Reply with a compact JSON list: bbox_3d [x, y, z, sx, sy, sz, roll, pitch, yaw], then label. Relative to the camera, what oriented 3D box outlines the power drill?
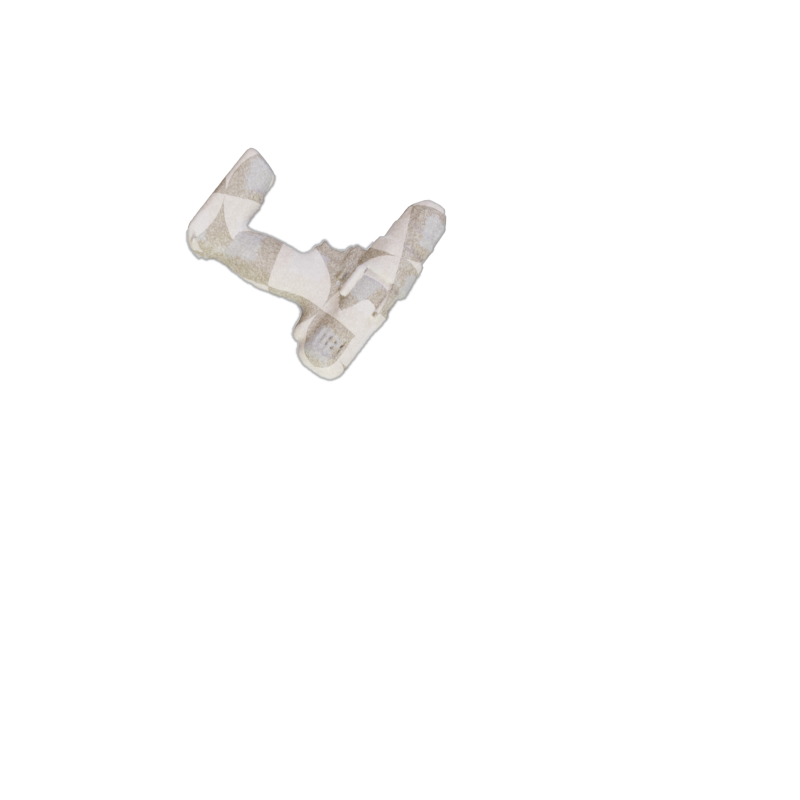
[{"bbox_3d":[-0.076,-0.138,0.965,0.193,0.187,0.055,34,-16,11],"label":"power drill"}]
